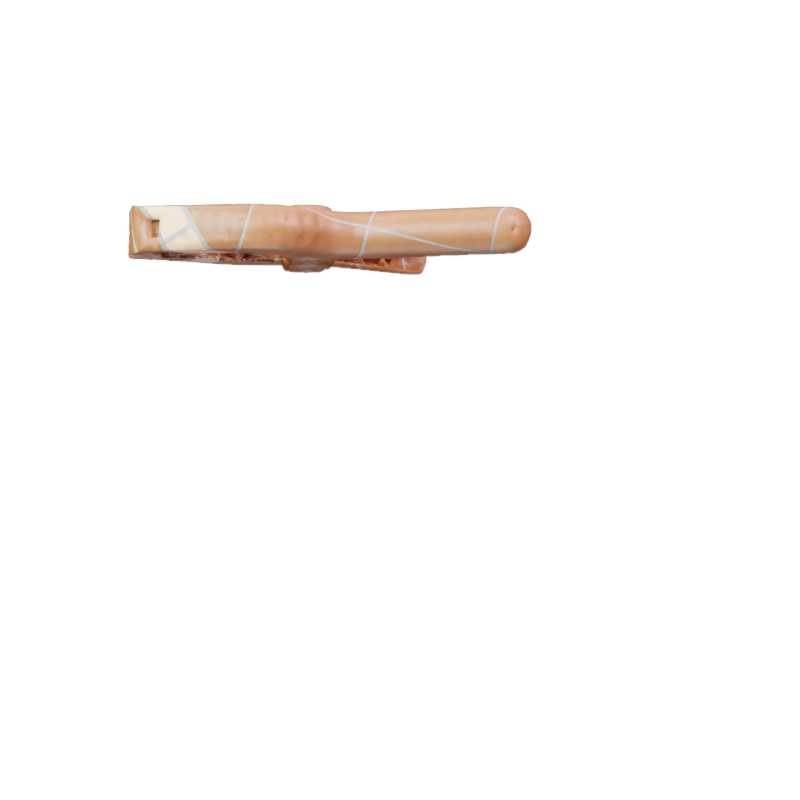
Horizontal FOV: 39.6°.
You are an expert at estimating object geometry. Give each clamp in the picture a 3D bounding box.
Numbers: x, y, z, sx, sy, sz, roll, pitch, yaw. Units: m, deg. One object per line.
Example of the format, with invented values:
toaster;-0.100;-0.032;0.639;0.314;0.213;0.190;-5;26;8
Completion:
clamp;-0.050;-0.092;0.641;0.207;0.037;0.165;0;0;-10
